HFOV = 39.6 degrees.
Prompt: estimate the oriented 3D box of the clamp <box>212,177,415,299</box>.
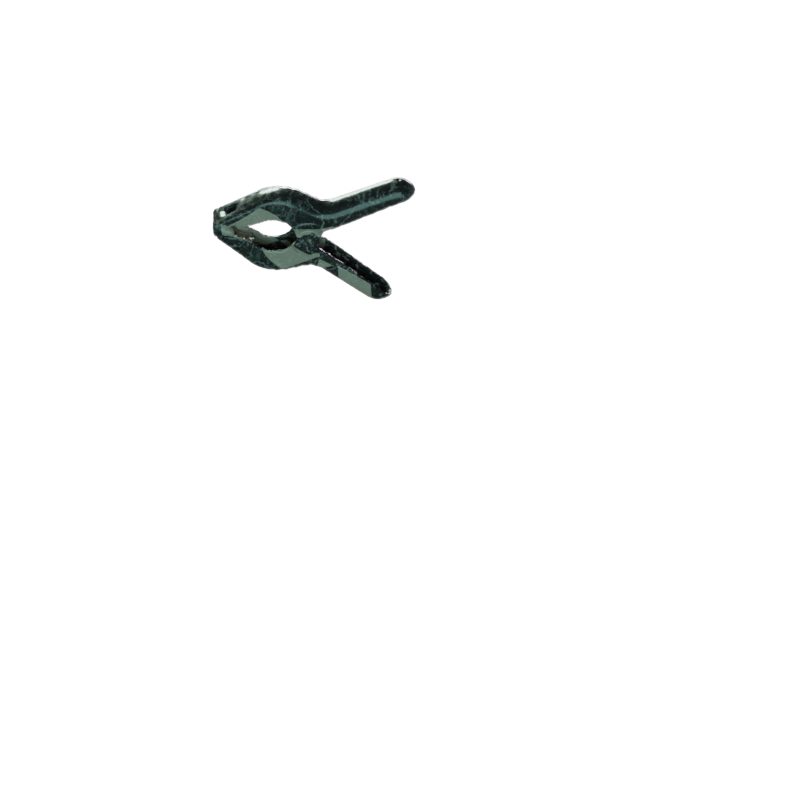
[{"bbox_3d":[-0.075,-0.137,0.957,0.171,0.113,0.042,0,30,0],"label":"clamp"}]
